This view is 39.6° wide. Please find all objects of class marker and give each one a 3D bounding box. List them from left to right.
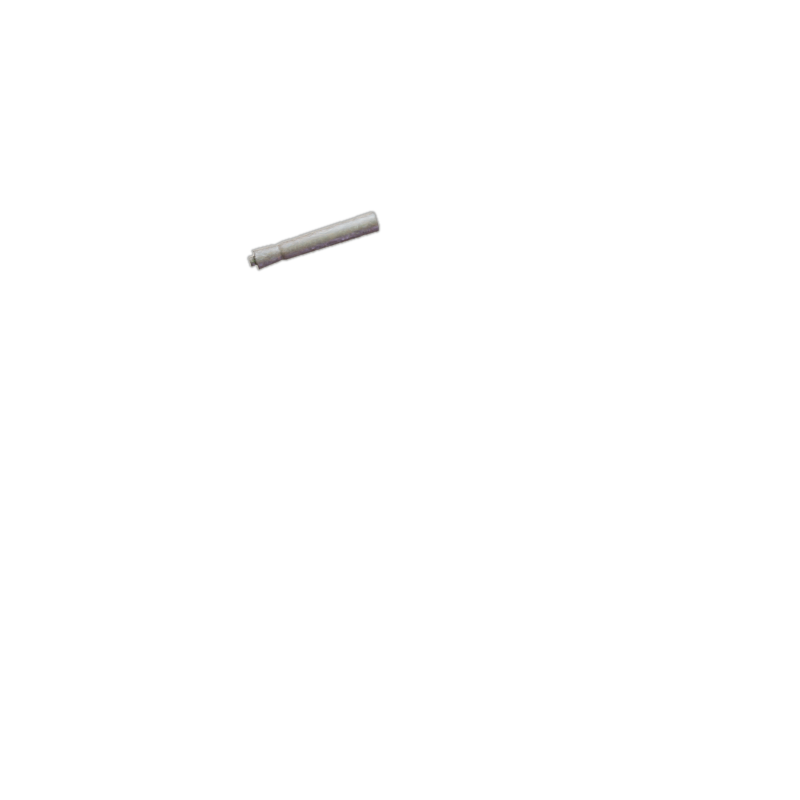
[{"bbox_3d":[-0.078,-0.143,0.999,0.121,0.020,0.020,-18,6,-4],"label":"marker"}]
